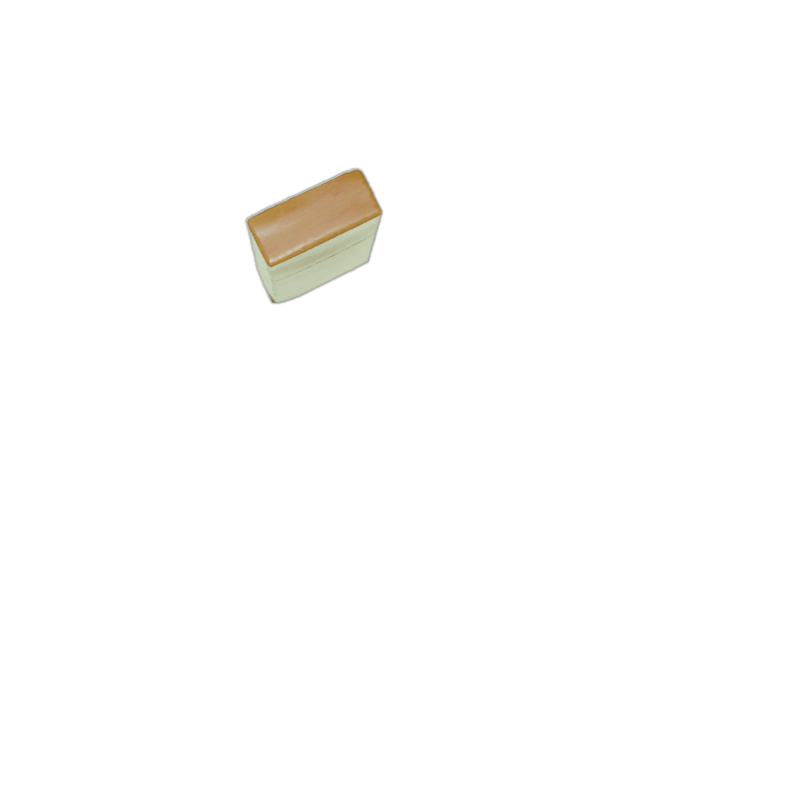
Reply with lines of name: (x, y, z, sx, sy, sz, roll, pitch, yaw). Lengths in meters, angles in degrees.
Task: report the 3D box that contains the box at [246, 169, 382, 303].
box: (-0.068, -0.124, 0.867, 0.093, 0.049, 0.172, -26, -5, -7)
